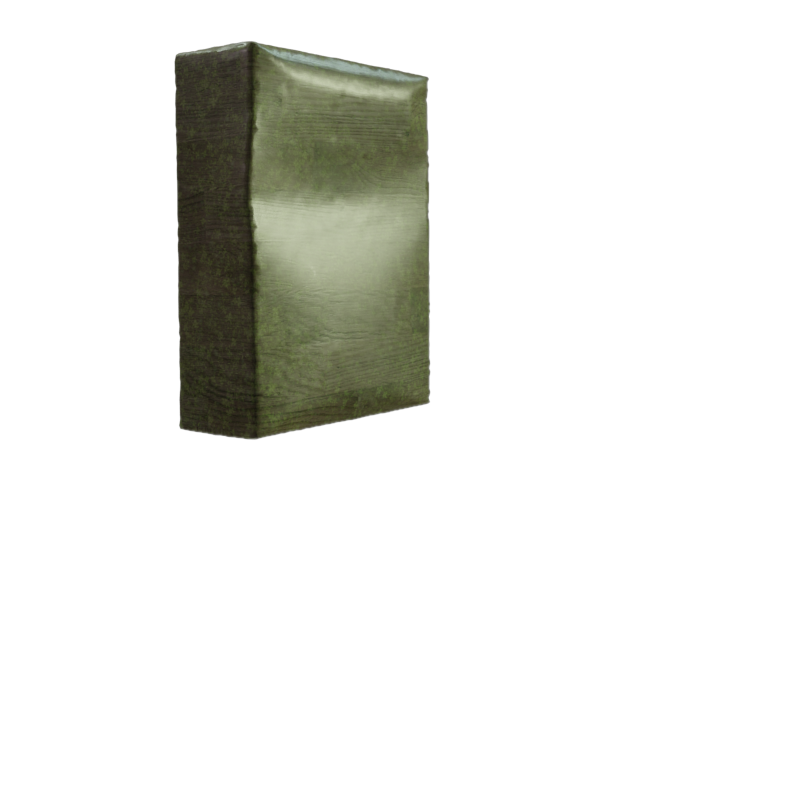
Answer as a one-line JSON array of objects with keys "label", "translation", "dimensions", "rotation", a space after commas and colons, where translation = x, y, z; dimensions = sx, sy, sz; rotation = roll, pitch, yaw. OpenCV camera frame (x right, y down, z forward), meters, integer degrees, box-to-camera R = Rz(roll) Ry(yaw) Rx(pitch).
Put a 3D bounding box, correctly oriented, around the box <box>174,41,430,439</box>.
[{"label": "box", "translation": [-0.052, -0.094, 0.662], "dimensions": [0.075, 0.214, 0.158], "rotation": [0, 2, 39]}]
